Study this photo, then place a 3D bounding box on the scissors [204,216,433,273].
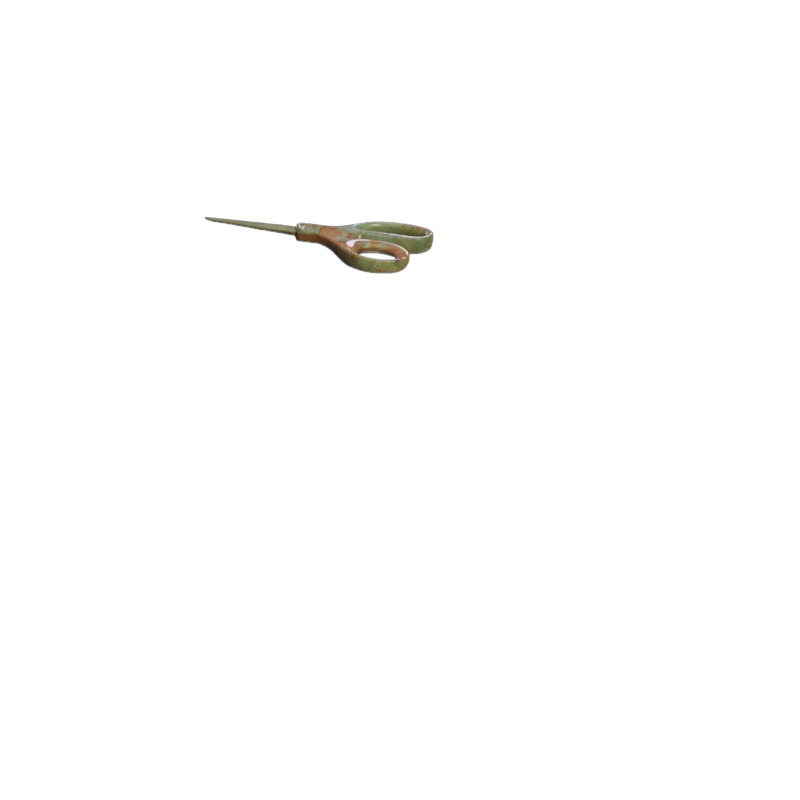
[{"bbox_3d":[-0.073,-0.134,0.936,0.203,0.015,0.101,2,29,4],"label":"scissors"}]
